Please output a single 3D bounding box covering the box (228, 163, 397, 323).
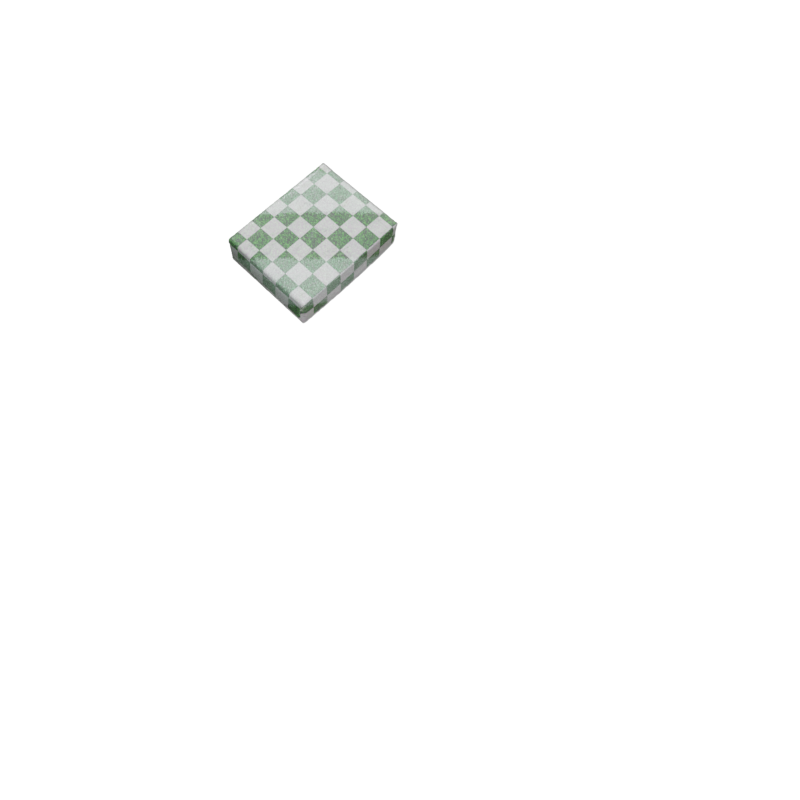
[{"bbox_3d":[-0.073,-0.132,0.928,0.095,0.115,0.036,40,-22,20],"label":"box"}]
